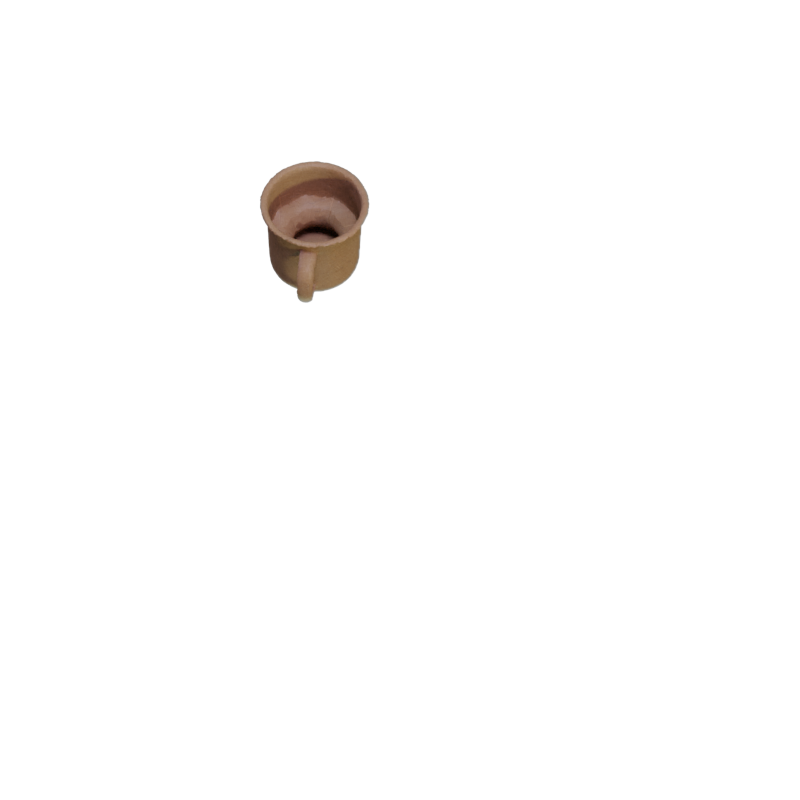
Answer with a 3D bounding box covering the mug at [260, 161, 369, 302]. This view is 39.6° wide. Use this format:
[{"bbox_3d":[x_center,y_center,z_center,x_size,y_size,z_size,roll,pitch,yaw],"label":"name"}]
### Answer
[{"bbox_3d":[-0.076,-0.138,0.968,0.093,0.125,0.076,3,-33,0],"label":"mug"}]
